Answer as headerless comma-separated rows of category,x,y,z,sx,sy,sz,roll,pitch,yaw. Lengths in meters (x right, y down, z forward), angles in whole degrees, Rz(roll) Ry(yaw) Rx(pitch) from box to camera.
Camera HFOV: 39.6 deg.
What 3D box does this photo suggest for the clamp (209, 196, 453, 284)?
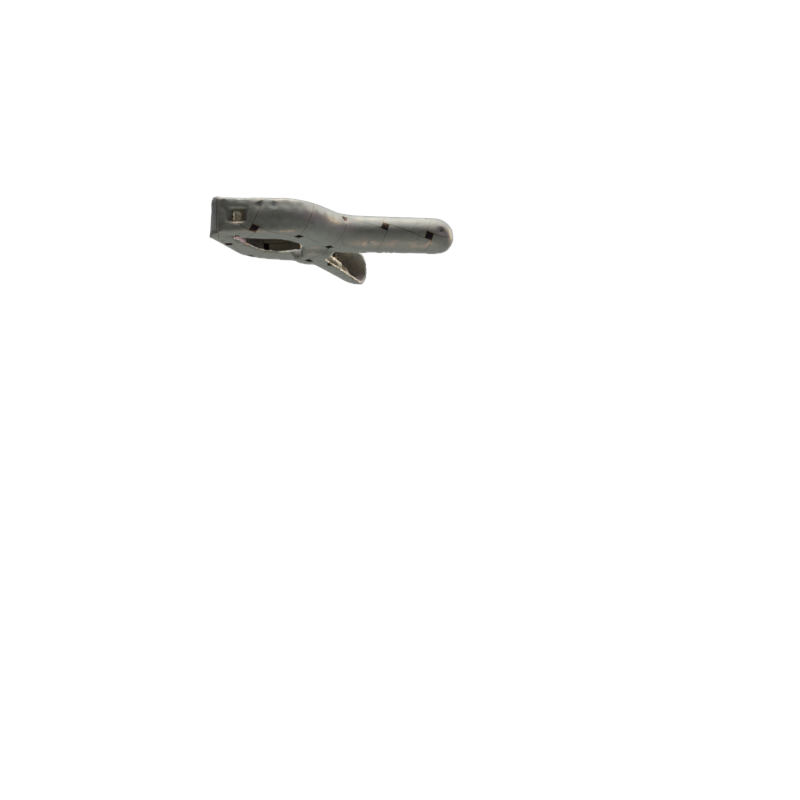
clamp,-0.062,-0.114,0.798,0.165,0.041,0.119,8,-19,-24
